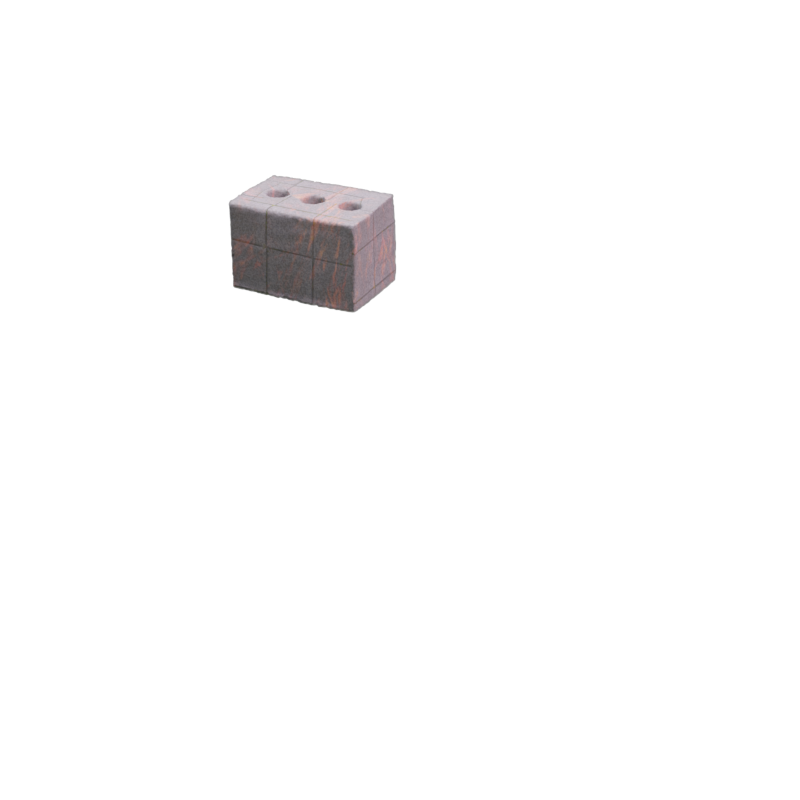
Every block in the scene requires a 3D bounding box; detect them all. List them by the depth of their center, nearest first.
[{"bbox_3d":[-0.047,-0.086,0.605,0.081,0.049,0.053,13,28,23],"label":"block"}]
